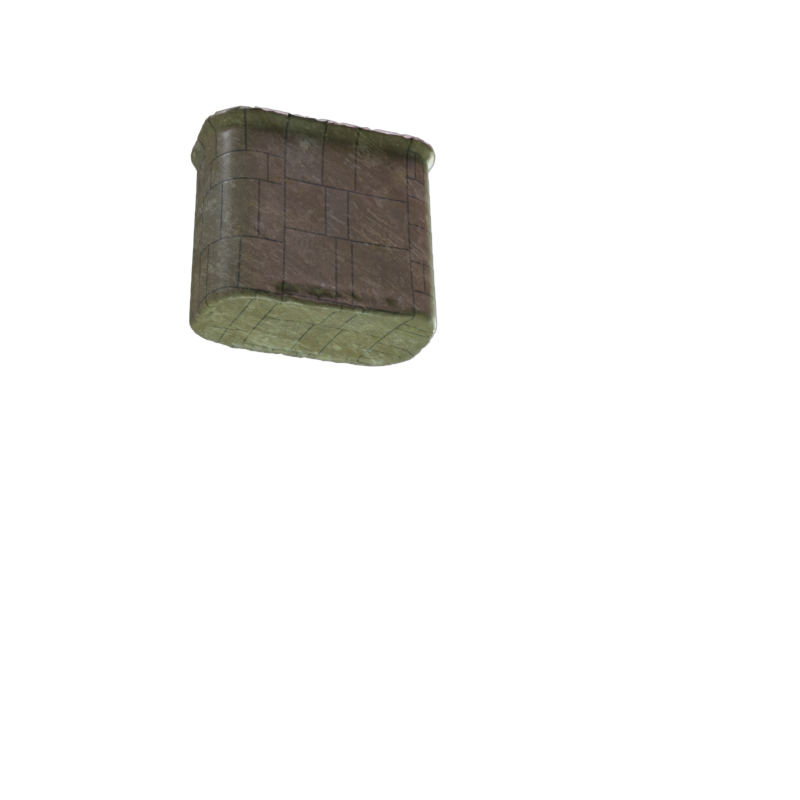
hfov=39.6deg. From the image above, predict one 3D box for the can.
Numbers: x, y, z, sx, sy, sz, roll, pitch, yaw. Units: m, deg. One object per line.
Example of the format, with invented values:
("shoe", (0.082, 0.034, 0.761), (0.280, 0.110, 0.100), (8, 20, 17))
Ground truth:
("can", (-0.036, -0.065, 0.455), (0.099, 0.089, 0.056), (7, -26, -18))
